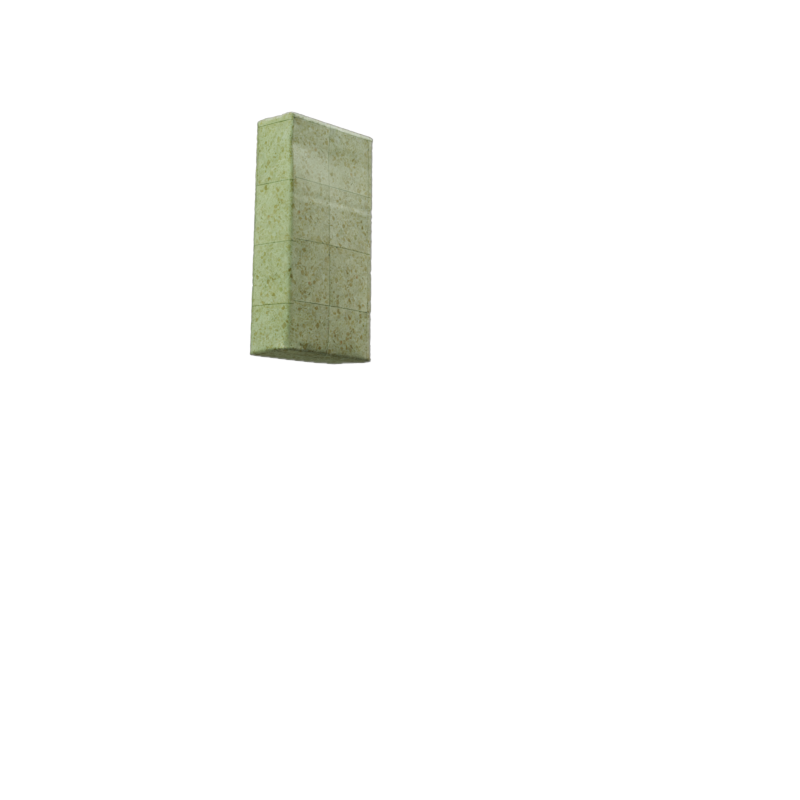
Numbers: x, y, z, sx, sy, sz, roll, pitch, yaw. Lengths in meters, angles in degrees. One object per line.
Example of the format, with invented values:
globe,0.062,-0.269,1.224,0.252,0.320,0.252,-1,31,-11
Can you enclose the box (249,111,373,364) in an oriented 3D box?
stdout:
box,-0.065,-0.118,0.830,0.049,0.182,0.088,-11,-15,41
